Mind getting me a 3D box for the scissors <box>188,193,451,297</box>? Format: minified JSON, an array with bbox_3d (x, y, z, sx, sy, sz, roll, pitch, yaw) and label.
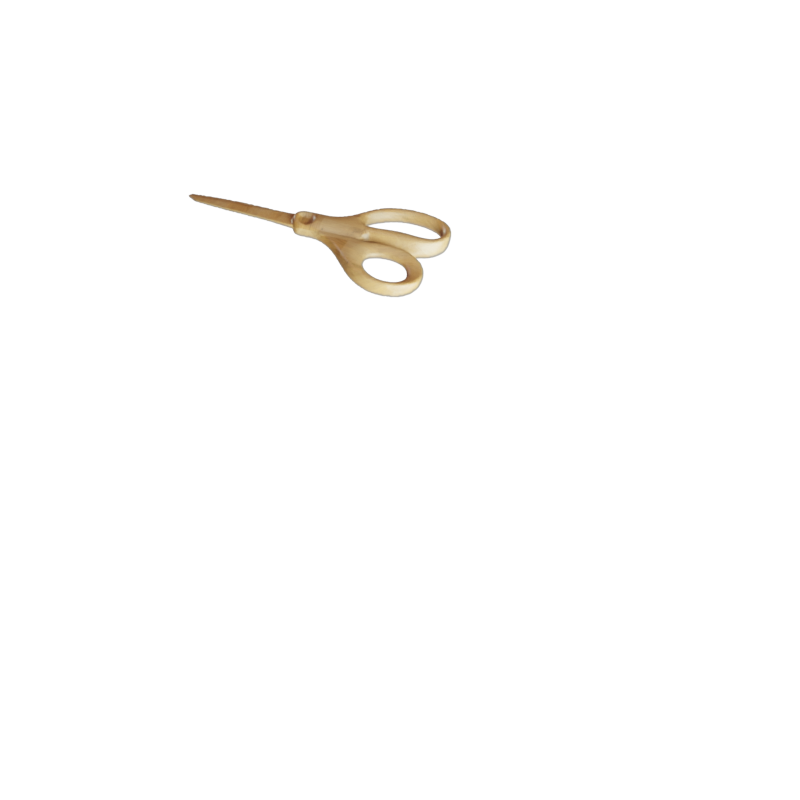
[{"bbox_3d":[-0.064,-0.117,0.818,0.203,0.015,0.103,3,45,3],"label":"scissors"}]
